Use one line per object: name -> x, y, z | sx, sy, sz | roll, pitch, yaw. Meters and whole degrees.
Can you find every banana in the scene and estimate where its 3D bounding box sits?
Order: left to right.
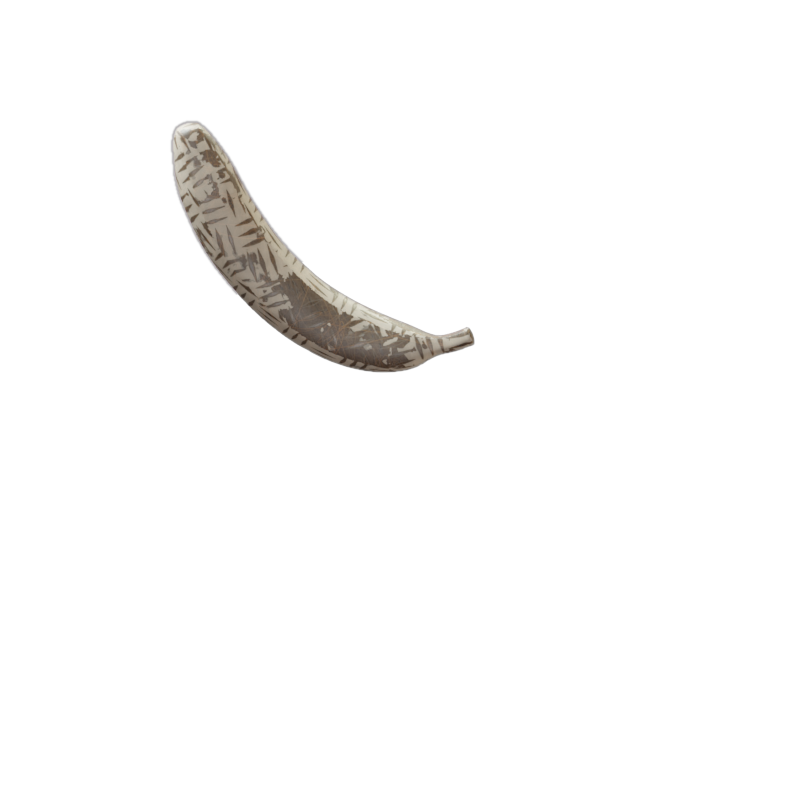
banana -> -0.056, -0.070, 0.606 | 0.192, 0.068, 0.038 | 36, 16, -11
